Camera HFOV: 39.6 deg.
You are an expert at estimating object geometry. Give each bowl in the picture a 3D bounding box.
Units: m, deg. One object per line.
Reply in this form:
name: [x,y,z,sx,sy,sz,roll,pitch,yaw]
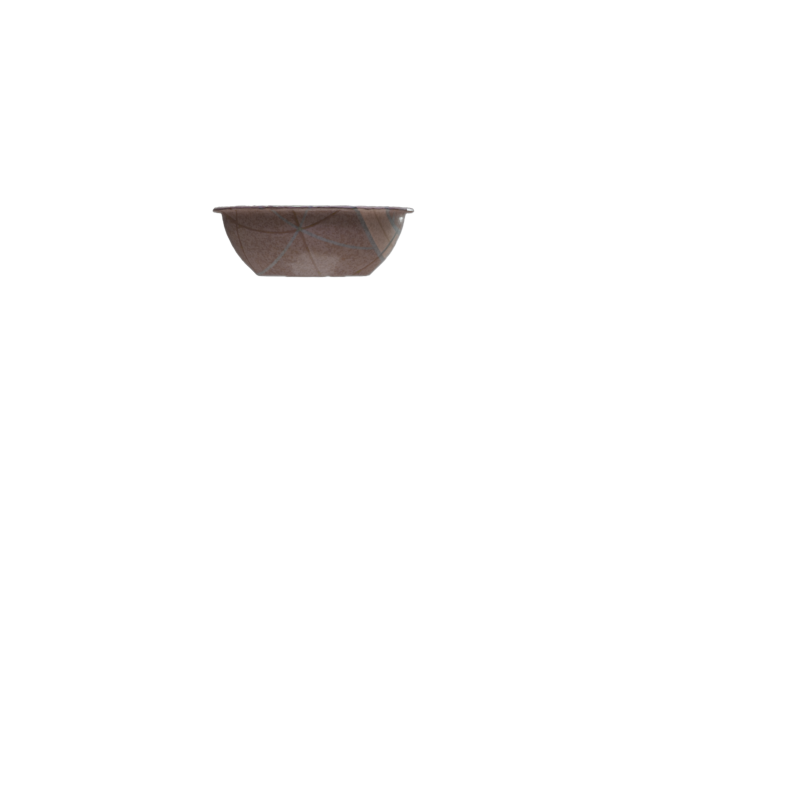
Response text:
bowl: [-0.070,-0.127,0.889,0.162,0.055,0.164,0,7,-2]
